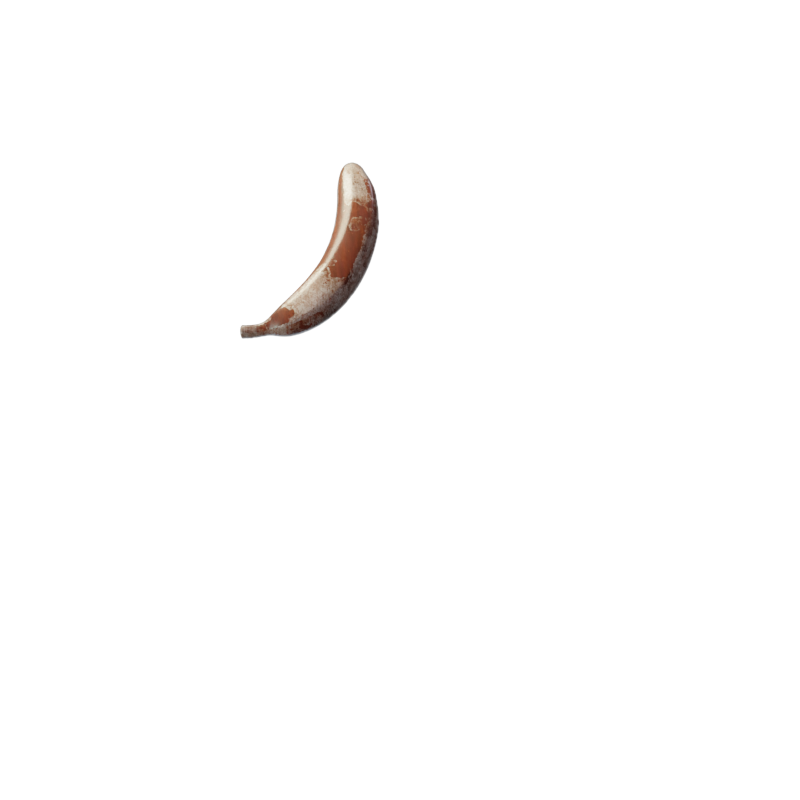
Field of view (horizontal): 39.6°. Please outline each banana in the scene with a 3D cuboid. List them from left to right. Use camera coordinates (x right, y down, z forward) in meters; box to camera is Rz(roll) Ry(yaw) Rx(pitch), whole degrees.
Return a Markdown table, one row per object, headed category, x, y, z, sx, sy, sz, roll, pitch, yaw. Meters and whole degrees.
| category | x | y | z | sx | sy | sz | roll | pitch | yaw |
| --- | --- | --- | --- | --- | --- | --- | --- | --- | --- |
| banana | -0.058 | -0.122 | 0.921 | 0.072 | 0.205 | 0.034 | 21 | -31 | 13 |
